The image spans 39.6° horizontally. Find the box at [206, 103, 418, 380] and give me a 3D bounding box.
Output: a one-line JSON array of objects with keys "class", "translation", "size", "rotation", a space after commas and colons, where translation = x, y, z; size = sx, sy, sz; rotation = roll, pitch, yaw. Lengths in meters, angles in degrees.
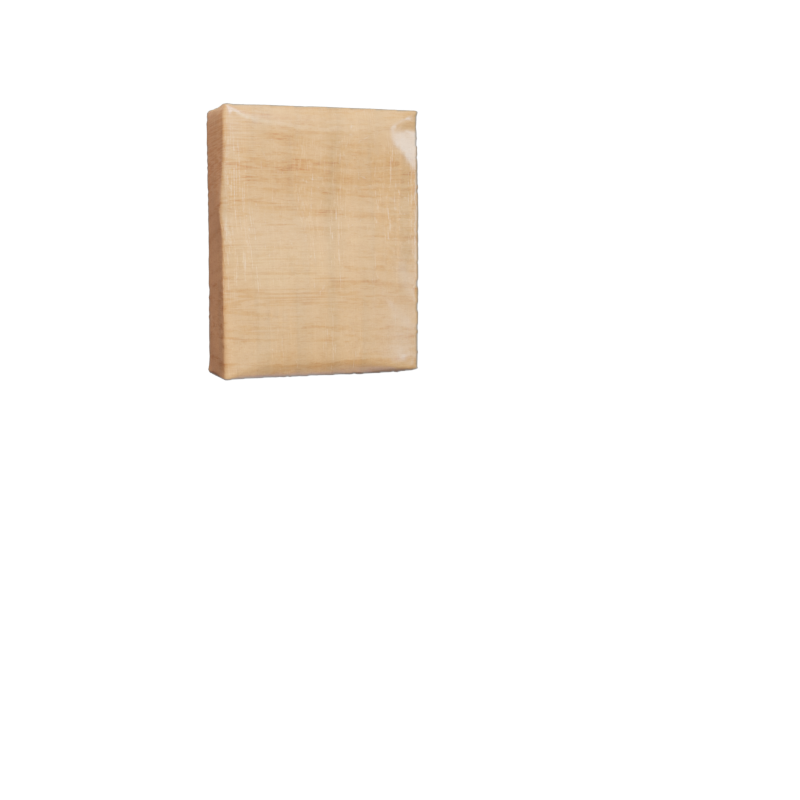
[{"class": "box", "translation": [-0.070, -0.127, 0.891], "size": [0.160, 0.213, 0.074], "rotation": [-1, 2, -18]}]
